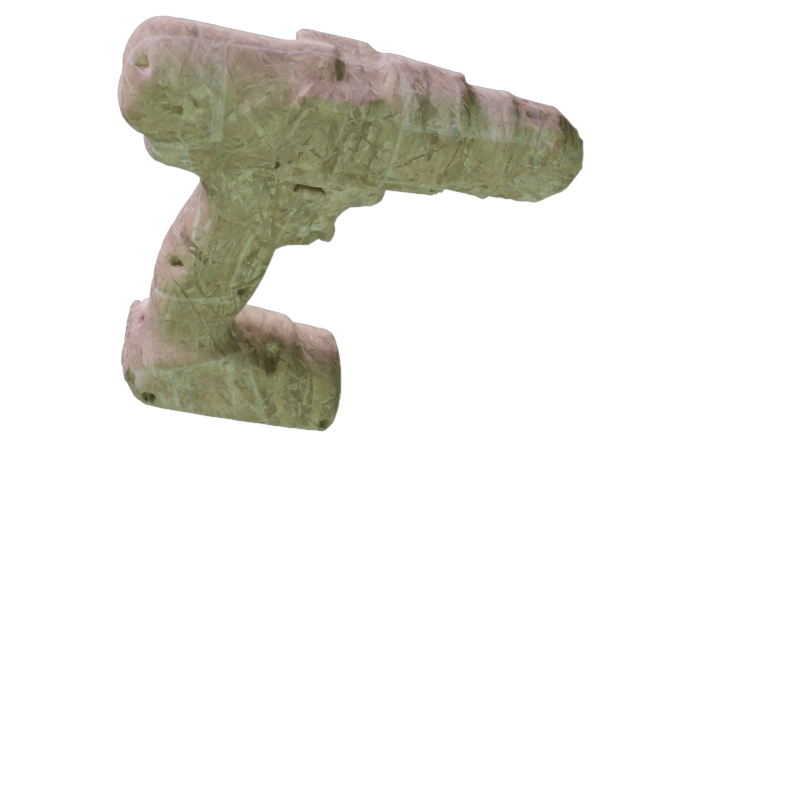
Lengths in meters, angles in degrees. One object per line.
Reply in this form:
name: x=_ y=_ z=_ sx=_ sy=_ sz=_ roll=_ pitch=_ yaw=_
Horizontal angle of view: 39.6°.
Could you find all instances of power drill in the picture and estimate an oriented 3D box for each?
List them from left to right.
power drill: x=-0.037 y=-0.068 z=0.473 sx=0.181 sy=0.178 sz=0.062 roll=12 pitch=42 yaw=-12
